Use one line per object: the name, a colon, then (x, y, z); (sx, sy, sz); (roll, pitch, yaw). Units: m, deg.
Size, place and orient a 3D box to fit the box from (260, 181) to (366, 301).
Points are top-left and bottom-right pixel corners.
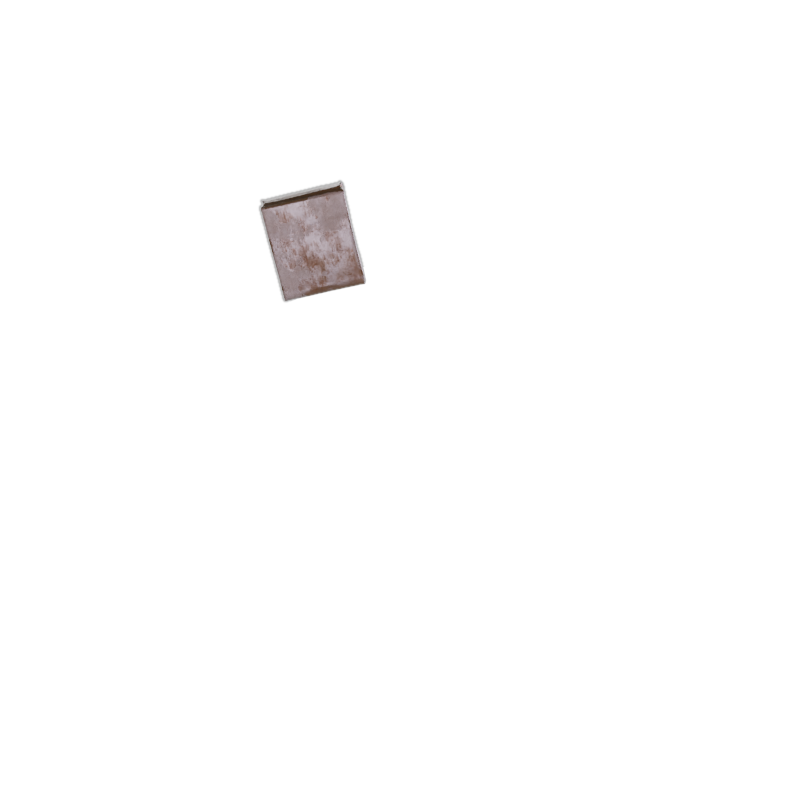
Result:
box: (-0.075, -0.137, 0.955); (0.073, 0.086, 0.031); (-13, 17, 3)
